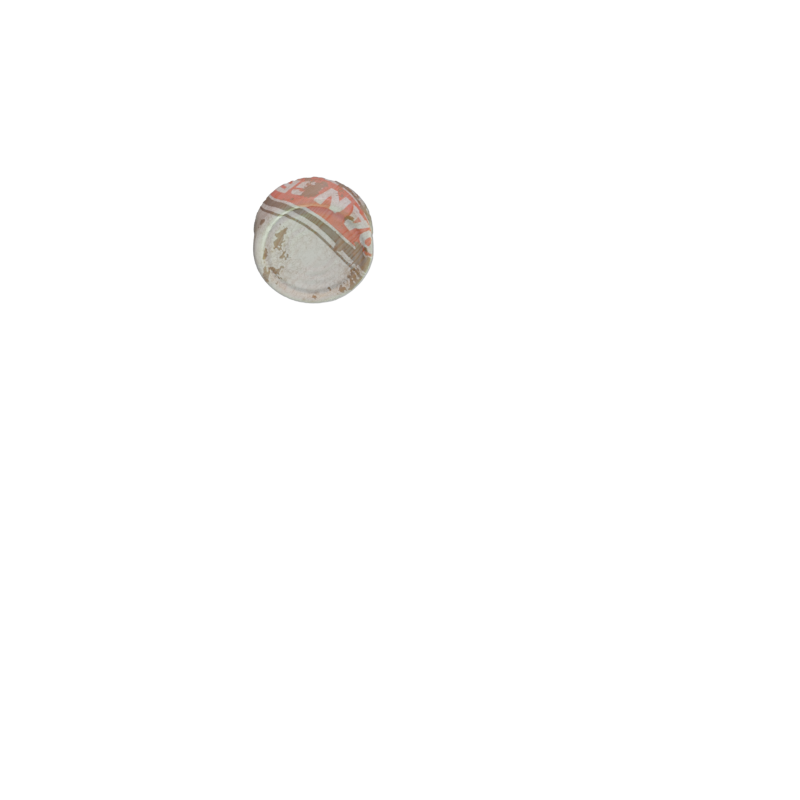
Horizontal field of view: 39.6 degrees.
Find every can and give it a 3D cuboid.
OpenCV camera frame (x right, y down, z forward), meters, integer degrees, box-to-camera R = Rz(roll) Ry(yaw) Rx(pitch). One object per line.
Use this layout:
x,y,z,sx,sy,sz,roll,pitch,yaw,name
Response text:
-0.061,-0.112,0.782,0.086,0.081,0.036,1,29,-1,can
